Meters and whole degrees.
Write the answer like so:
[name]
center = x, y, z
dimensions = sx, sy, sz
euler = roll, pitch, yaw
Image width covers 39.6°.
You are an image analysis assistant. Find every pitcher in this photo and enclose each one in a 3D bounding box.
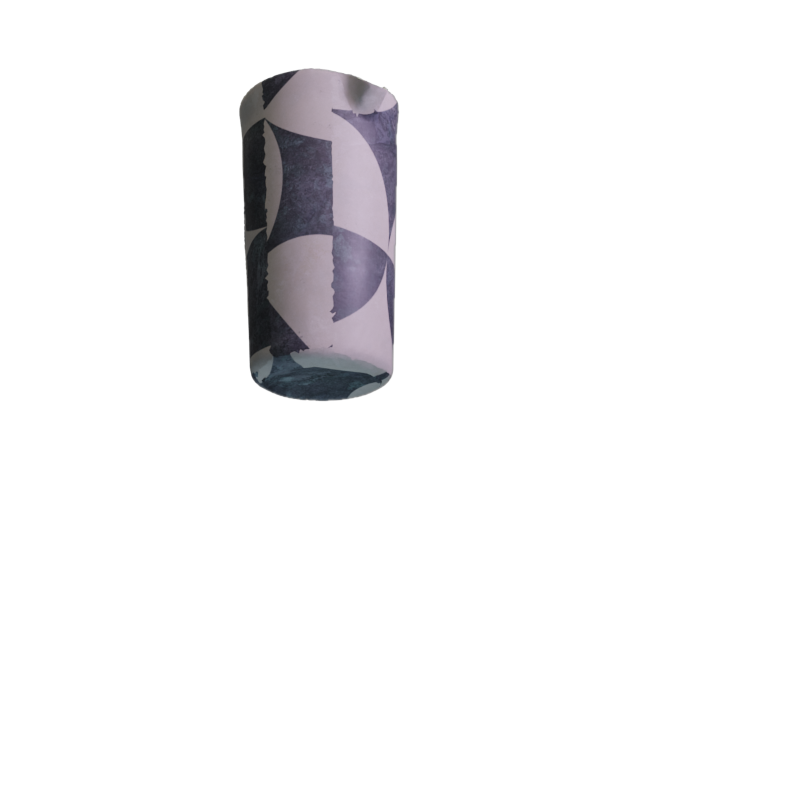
[pitcher]
center = -0.069, -0.126, 0.884
dimensions = 0.146, 0.256, 0.140
euler = -4, -22, 7
